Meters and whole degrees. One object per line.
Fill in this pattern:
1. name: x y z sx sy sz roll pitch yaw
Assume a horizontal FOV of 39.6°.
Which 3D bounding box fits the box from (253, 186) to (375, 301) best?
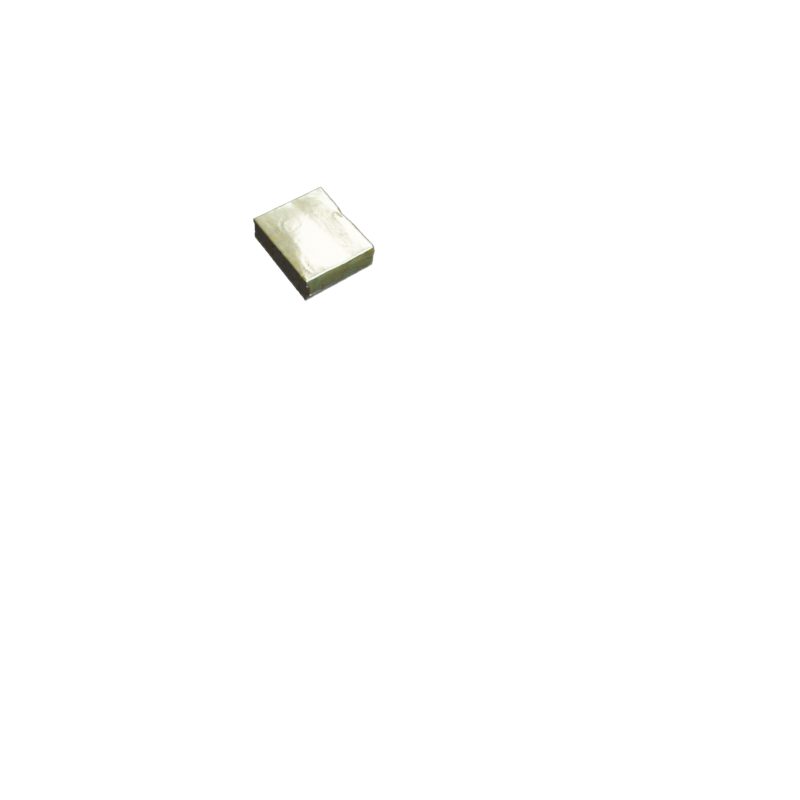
1. box: -0.077 -0.141 0.986 0.073 0.096 0.028 -28 -31 -20
